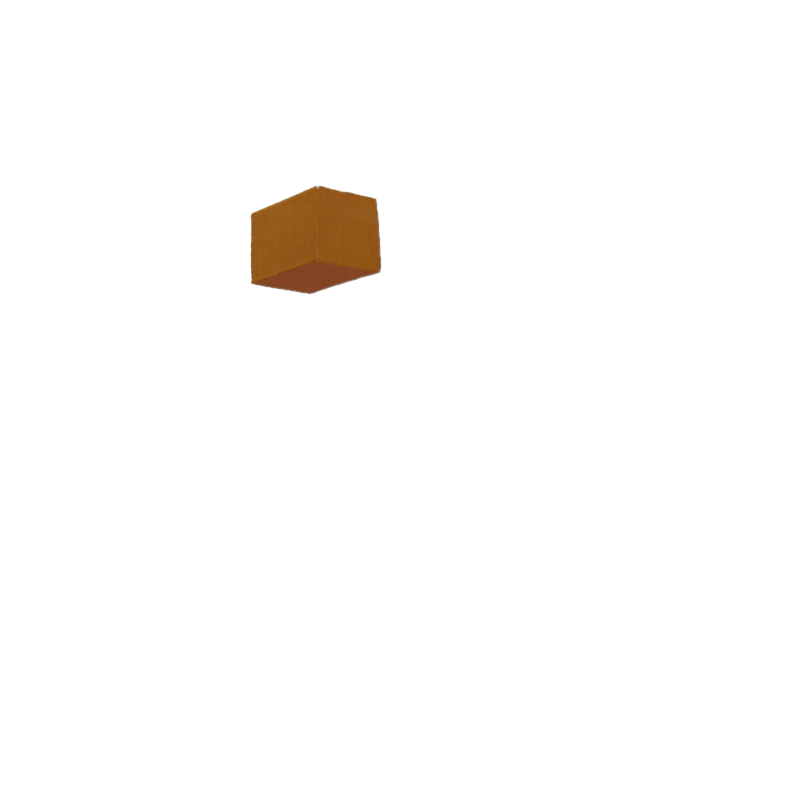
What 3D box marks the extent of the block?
[{"bbox_3d":[-0.057,-0.105,0.732,0.050,0.053,0.079,9,-14,-39],"label":"block"}]
